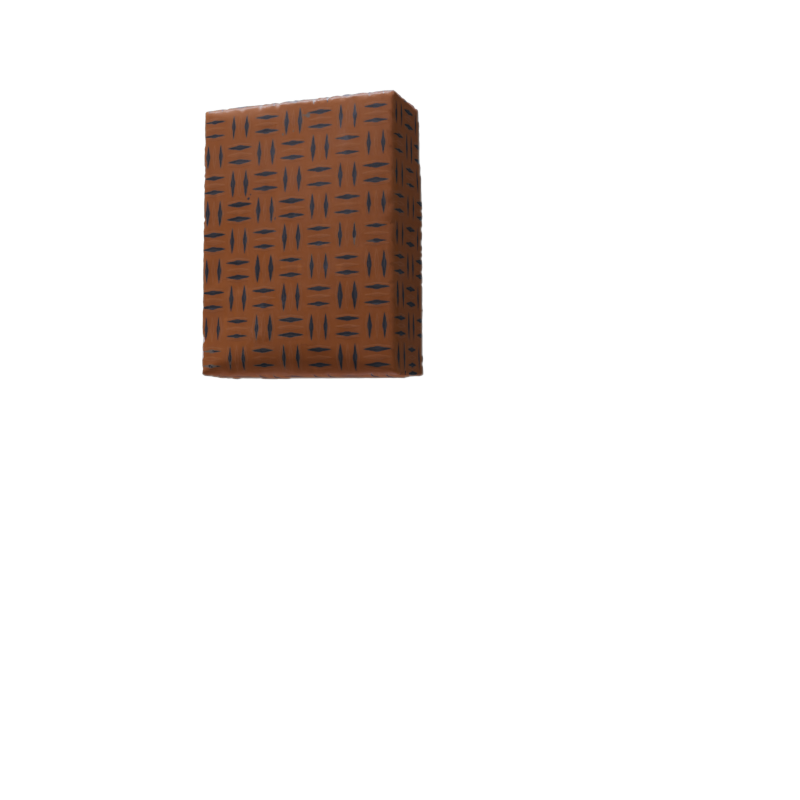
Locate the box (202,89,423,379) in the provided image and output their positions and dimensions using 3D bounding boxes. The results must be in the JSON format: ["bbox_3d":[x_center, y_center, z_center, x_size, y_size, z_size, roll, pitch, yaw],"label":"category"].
[{"bbox_3d":[-0.068,-0.125,0.873,0.168,0.218,0.069,-2,-7,22],"label":"box"}]
